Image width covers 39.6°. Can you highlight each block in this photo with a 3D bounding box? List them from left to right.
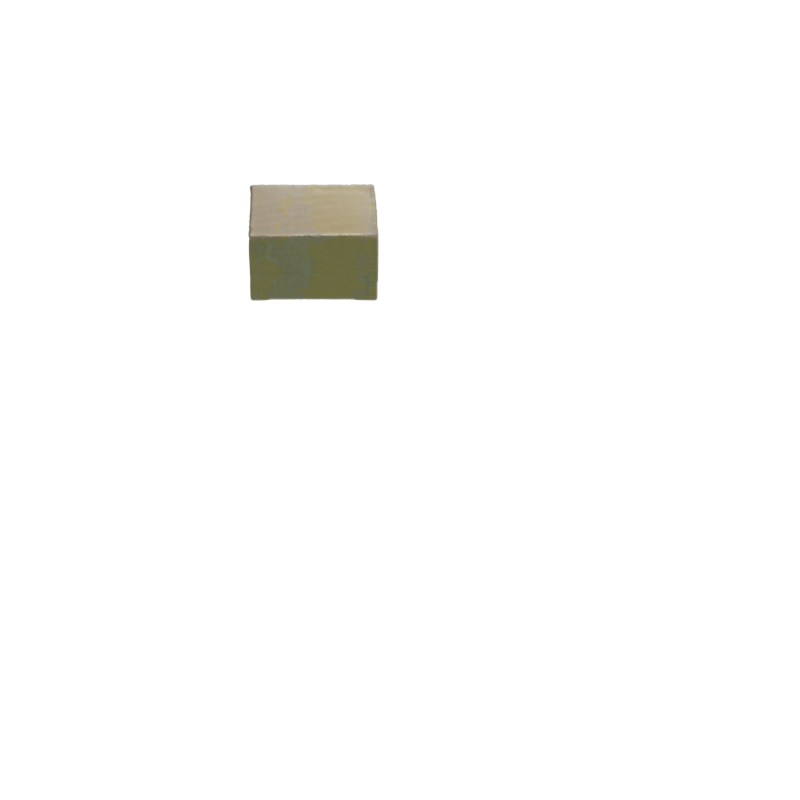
[{"bbox_3d":[-0.052,-0.096,0.670,0.078,0.049,0.055,0,44,-2],"label":"block"}]
